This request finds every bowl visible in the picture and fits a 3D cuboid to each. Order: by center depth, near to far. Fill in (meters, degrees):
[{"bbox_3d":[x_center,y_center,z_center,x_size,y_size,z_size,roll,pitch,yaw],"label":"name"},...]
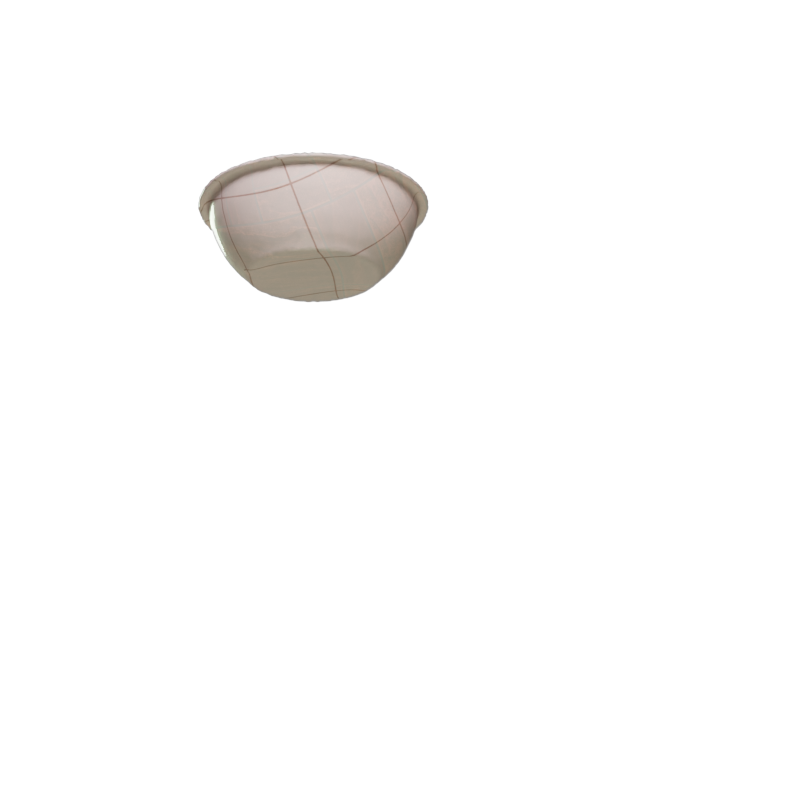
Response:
[{"bbox_3d":[-0.060,-0.110,0.770,0.162,0.058,0.154,0,-19,-2],"label":"bowl"}]
